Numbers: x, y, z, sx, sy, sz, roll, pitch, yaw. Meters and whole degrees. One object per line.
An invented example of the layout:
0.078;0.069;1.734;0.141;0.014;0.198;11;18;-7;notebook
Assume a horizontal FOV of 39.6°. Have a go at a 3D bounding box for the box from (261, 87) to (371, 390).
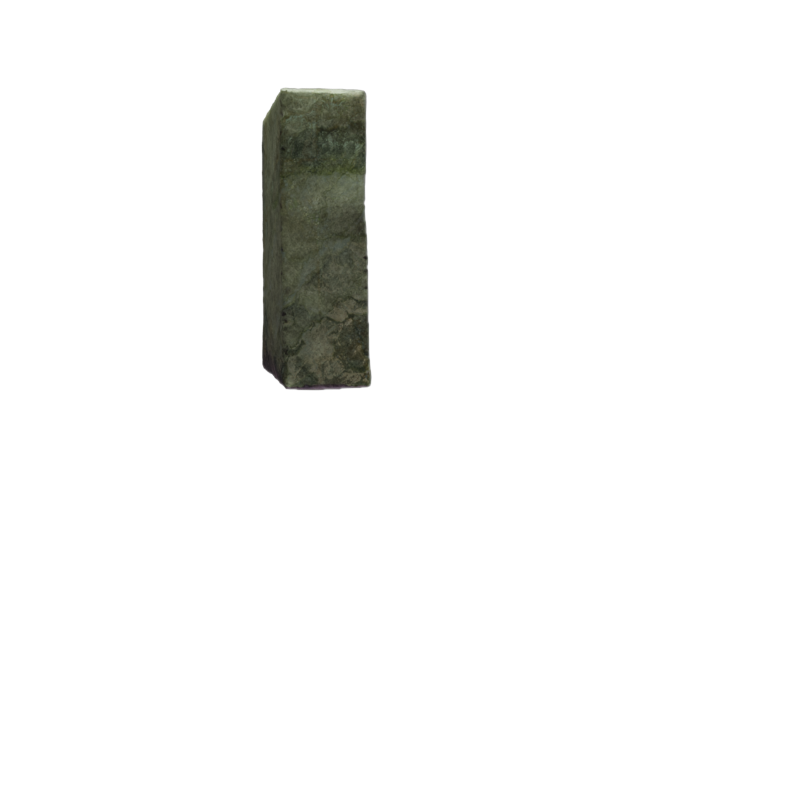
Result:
-0.067;-0.123;0.859;0.071;0.214;0.166;0;1;-11;box
